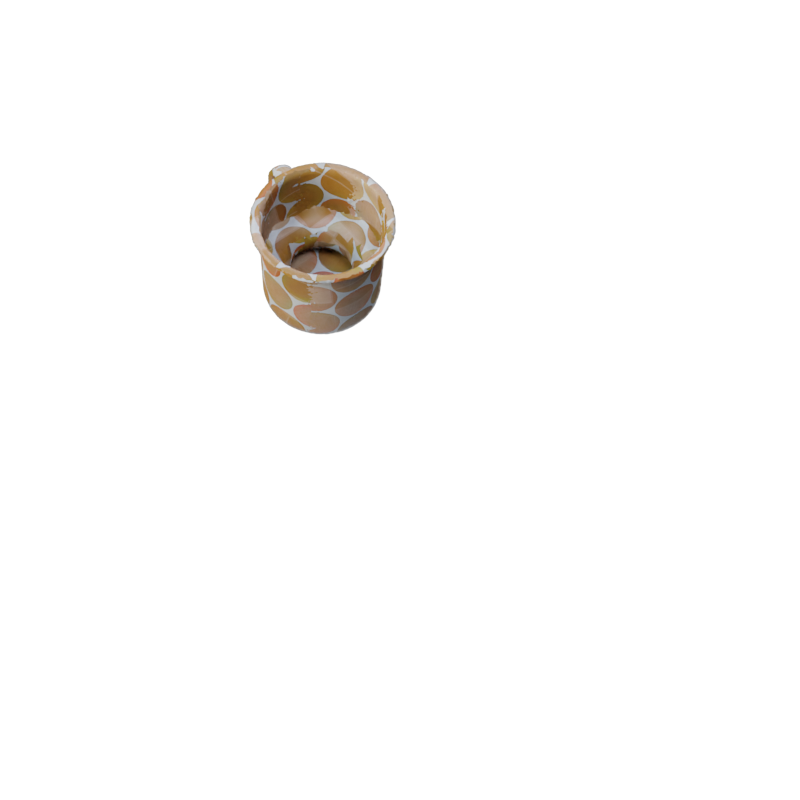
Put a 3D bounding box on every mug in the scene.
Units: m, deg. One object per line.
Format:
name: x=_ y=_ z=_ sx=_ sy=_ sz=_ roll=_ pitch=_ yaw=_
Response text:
mug: x=-0.058 y=-0.106 z=0.741 sx=0.093 sy=0.125 sz=0.076 roll=-27 pitch=-27 yaw=-16
